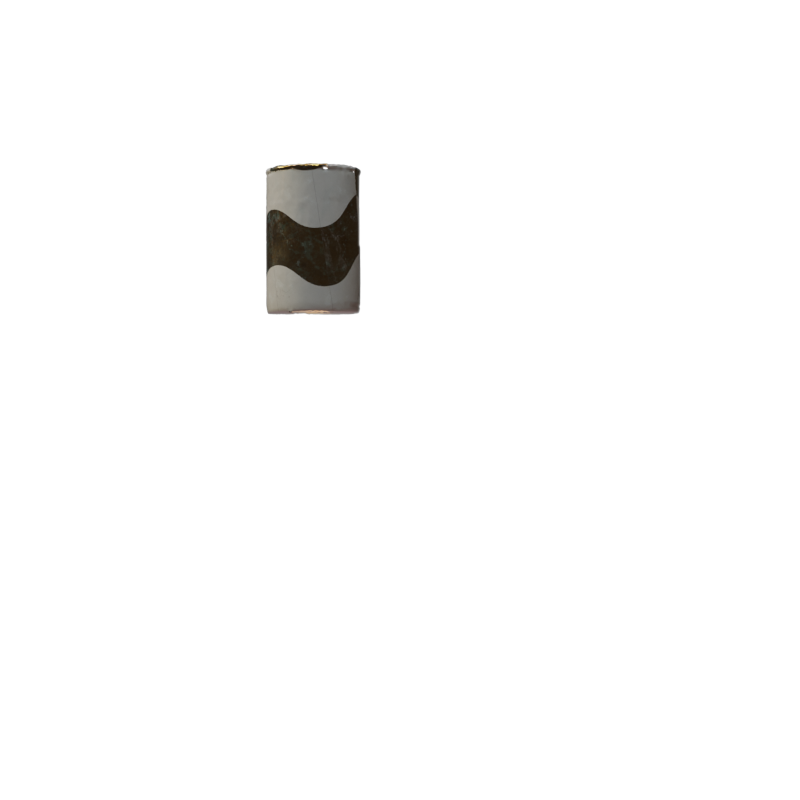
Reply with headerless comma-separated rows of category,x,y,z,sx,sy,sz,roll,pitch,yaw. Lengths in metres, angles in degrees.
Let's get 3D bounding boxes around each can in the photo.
can,-0.062,-0.112,0.786,0.068,0.103,0.068,0,-3,-2
